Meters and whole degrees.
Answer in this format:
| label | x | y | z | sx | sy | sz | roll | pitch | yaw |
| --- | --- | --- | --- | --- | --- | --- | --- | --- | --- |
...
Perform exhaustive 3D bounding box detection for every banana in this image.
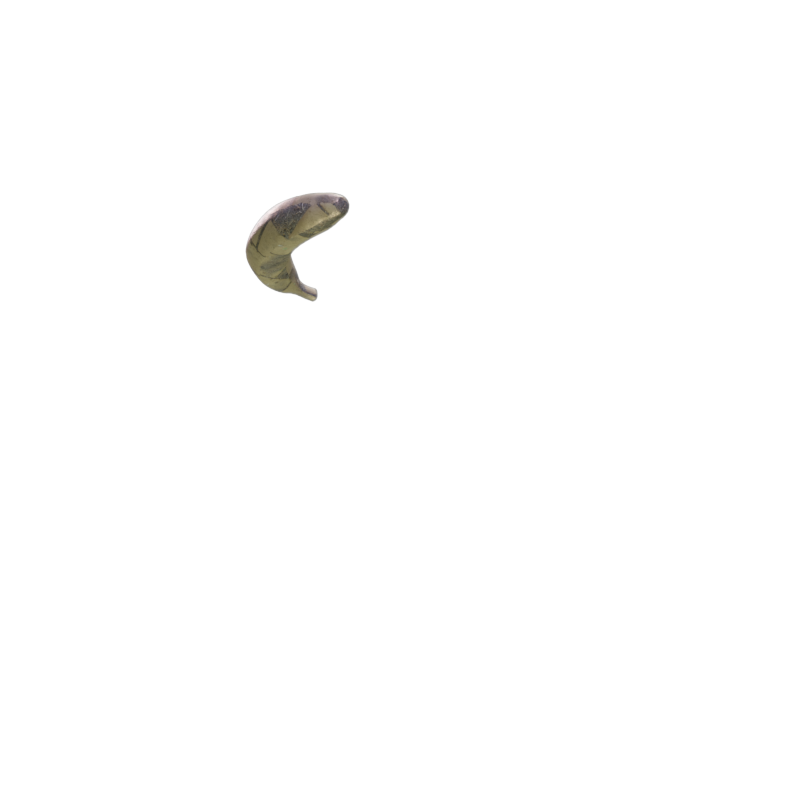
| label | x | y | z | sx | sy | sz | roll | pitch | yaw |
| --- | --- | --- | --- | --- | --- | --- | --- | --- | --- |
| banana | -0.089 | -0.128 | 0.900 | 0.069 | 0.038 | 0.192 | 3 | -15 | -10 |
